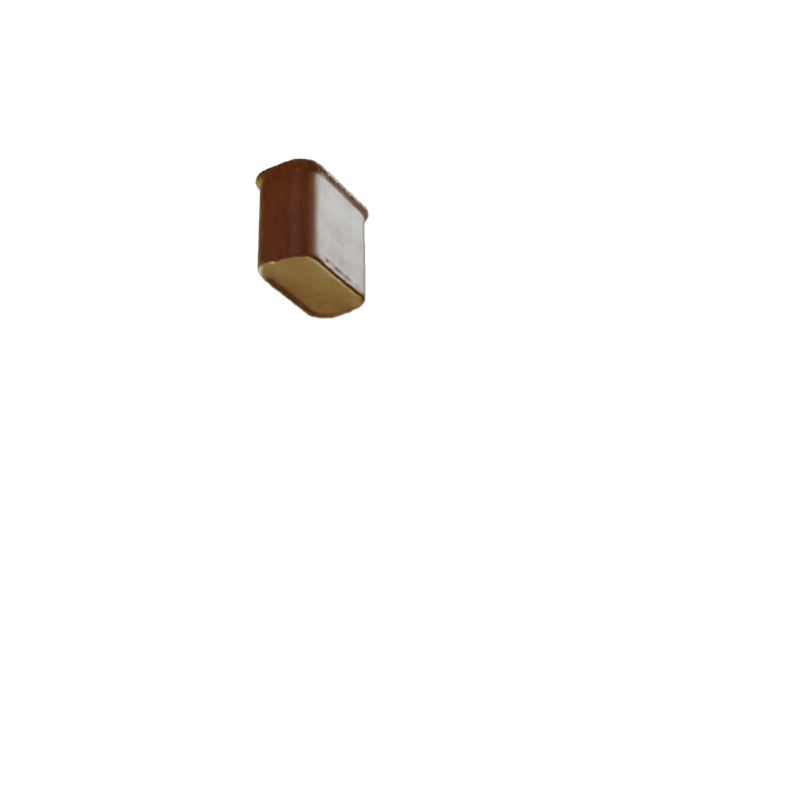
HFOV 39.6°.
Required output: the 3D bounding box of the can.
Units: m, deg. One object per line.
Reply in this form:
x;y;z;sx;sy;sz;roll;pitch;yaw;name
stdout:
-0.066;-0.121;0.847;0.058;0.089;0.094;-17;-32;26;can
